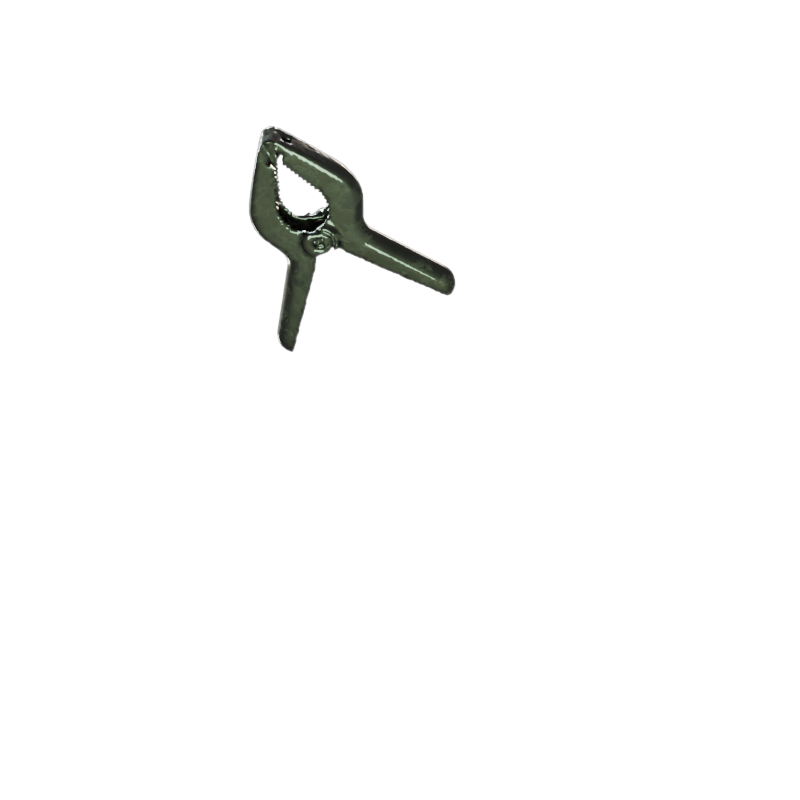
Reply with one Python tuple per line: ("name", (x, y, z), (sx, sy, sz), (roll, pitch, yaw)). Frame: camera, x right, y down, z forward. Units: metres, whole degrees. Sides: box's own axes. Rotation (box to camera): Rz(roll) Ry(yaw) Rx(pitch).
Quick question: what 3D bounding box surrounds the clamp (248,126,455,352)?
("clamp", (-0.072, -0.132, 0.923), (0.165, 0.196, 0.039), (-26, 32, 18))
